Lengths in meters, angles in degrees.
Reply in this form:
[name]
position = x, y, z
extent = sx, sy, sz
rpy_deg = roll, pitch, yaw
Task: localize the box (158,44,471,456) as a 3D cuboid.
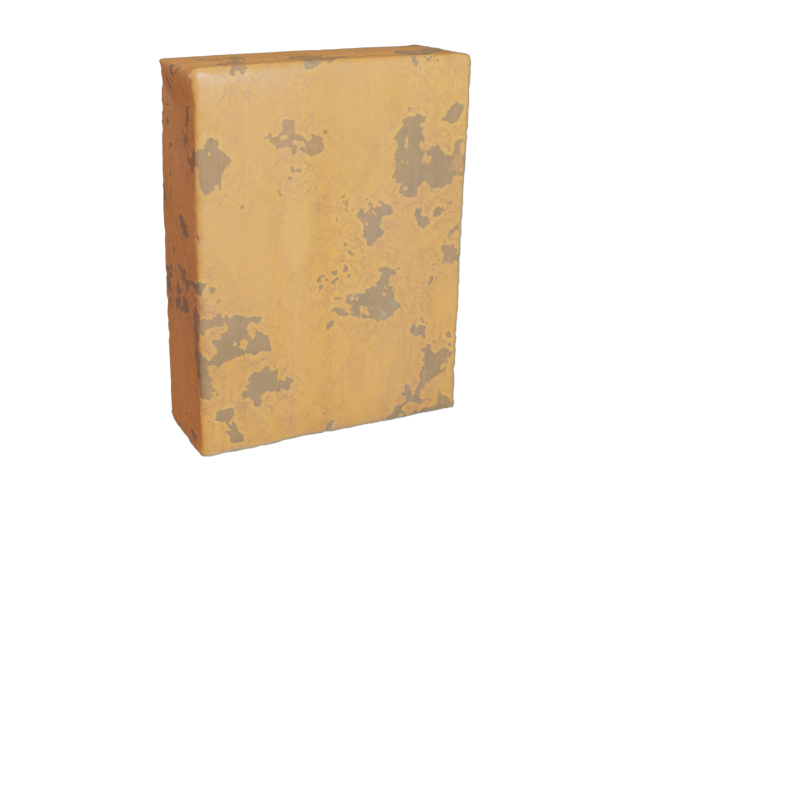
[box]
position = -0.050, -0.090, 0.633
extent = 0.160, 0.206, 0.076
rpy_deg = -9, 20, -26
